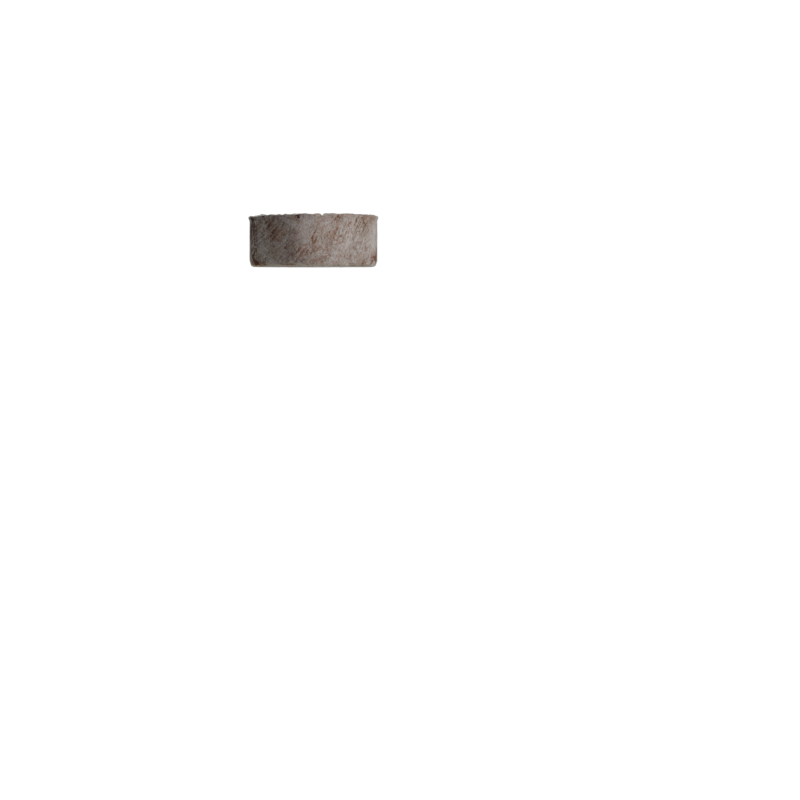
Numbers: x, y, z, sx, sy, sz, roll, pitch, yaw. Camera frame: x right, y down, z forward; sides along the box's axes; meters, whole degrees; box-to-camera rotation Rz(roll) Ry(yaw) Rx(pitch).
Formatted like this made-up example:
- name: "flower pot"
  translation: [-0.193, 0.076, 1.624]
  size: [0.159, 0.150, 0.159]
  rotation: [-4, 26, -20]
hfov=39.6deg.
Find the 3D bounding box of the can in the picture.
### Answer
- name: "can"
  translation: [-0.057, -0.104, 0.731]
  size: [0.086, 0.033, 0.086]
  rotation: [0, 5, -2]
